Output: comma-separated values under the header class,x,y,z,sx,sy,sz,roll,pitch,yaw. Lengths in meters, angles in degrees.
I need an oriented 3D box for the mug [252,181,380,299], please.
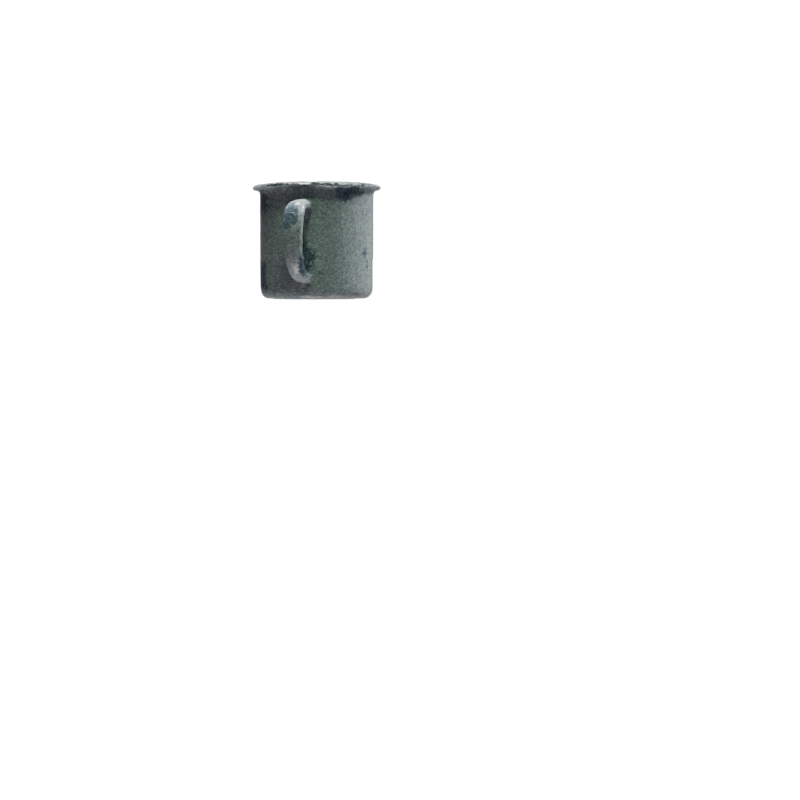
class,x,y,z,sx,sy,sz,roll,pitch,yaw
mug,-0.062,-0.113,0.793,0.094,0.081,0.116,0,4,8
